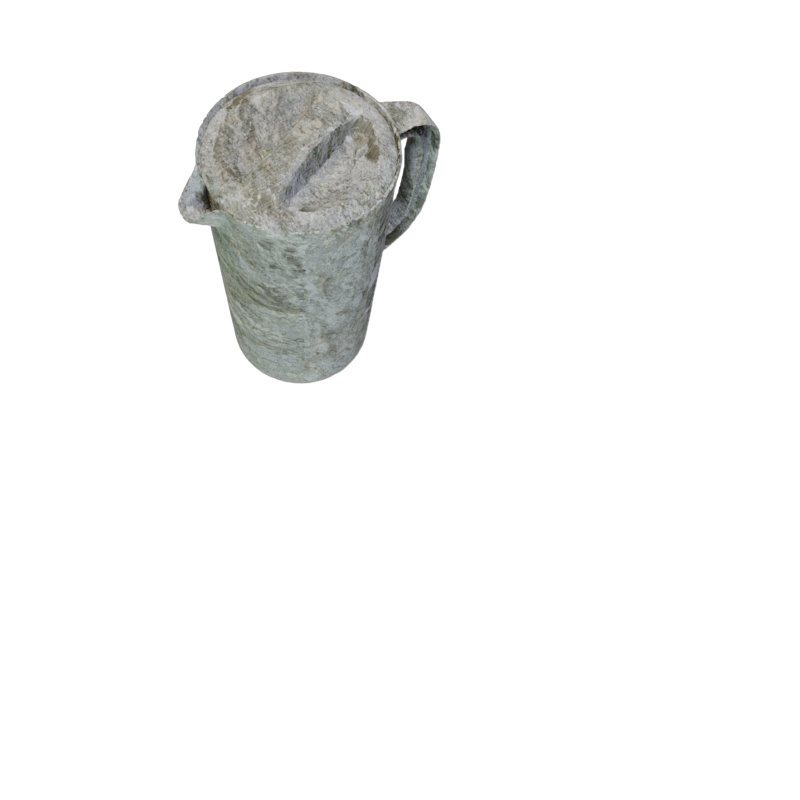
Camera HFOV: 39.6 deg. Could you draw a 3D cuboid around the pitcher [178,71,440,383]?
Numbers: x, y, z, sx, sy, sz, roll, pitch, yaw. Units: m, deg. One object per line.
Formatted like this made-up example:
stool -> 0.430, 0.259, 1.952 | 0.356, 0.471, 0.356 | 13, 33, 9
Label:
pitcher -> -0.063, -0.115, 0.806 | 0.151, 0.152, 0.228 | 14, -28, 5
